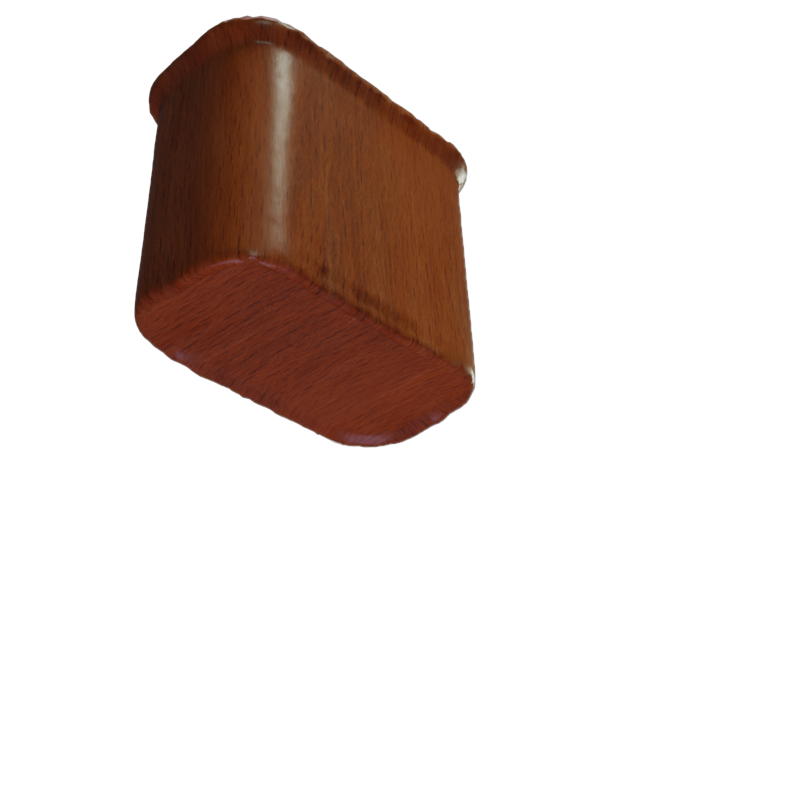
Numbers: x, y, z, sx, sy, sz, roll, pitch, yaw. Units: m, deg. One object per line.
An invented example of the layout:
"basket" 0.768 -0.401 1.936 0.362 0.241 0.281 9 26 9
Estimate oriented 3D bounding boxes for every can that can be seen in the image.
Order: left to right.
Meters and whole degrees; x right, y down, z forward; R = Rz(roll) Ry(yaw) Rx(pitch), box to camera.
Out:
"can" -0.025 -0.045 0.315 0.095 0.090 0.057 29 -46 -36
